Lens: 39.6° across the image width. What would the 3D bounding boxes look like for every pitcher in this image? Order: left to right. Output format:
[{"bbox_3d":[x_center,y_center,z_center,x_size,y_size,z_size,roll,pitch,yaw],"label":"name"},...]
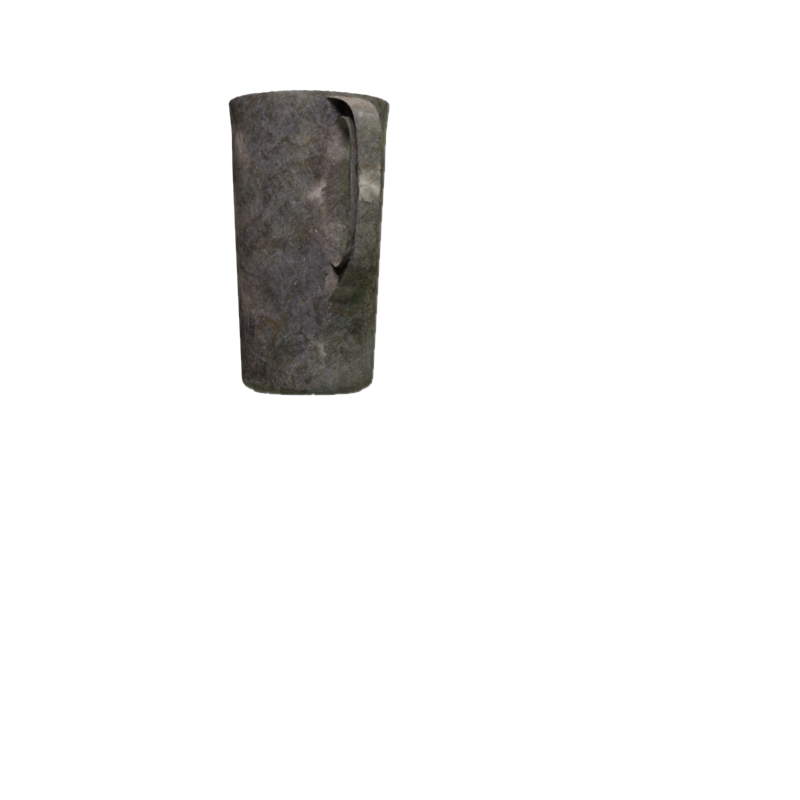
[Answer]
[{"bbox_3d":[-0.070,-0.129,0.900,0.148,0.244,0.146,0,-1,16],"label":"pitcher"}]
